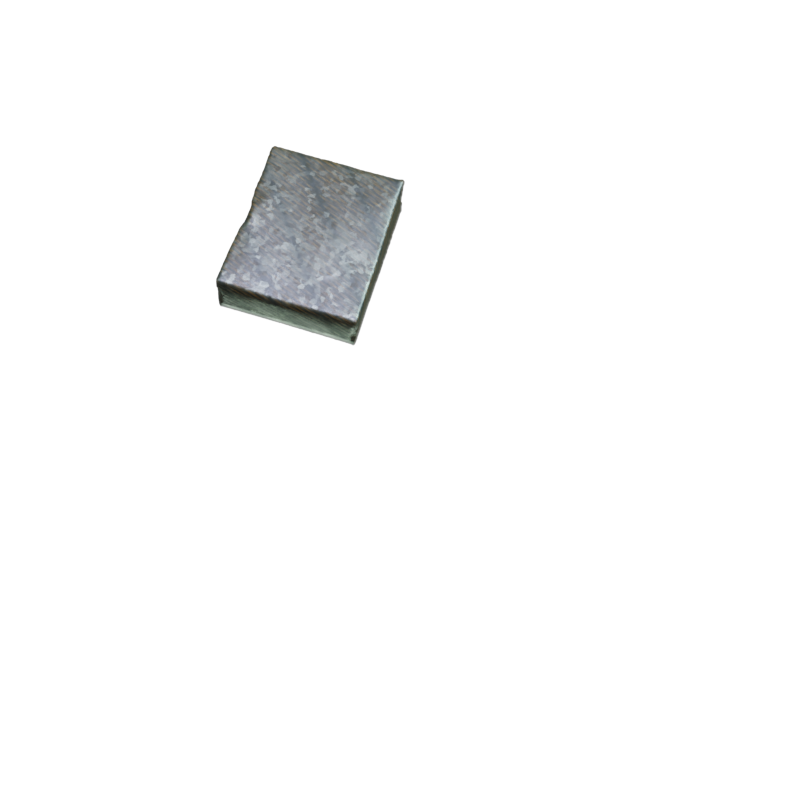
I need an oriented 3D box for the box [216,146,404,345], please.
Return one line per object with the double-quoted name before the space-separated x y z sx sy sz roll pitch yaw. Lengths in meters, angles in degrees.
"box" -0.044 -0.081 0.565 0.074 0.093 0.028 15 -27 7
